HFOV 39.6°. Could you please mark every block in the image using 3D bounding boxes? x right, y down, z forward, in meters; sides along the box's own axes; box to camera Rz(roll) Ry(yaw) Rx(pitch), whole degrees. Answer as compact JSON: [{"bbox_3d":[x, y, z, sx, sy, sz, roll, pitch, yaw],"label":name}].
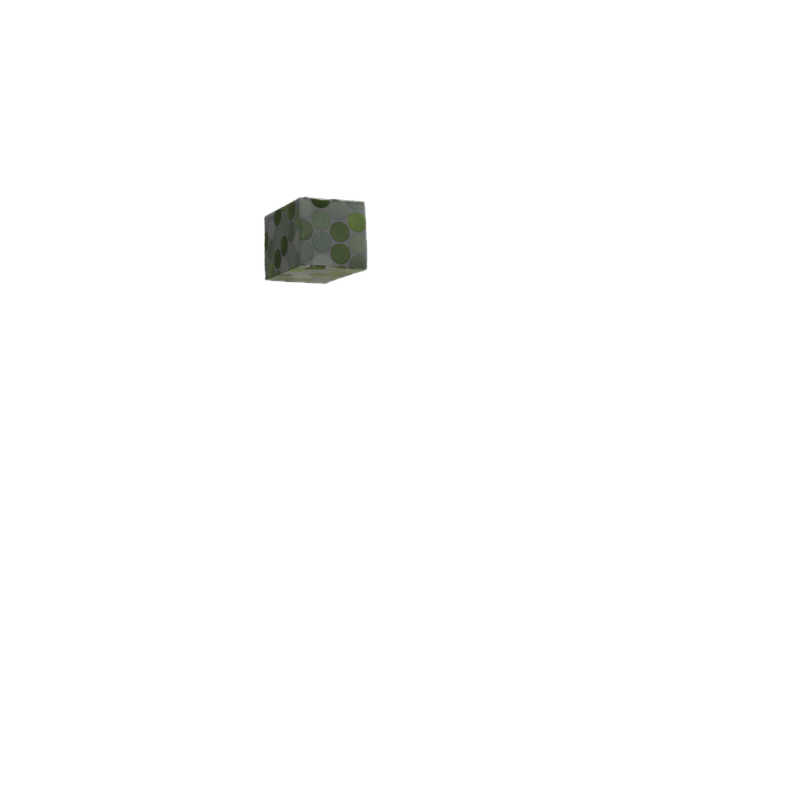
[{"bbox_3d":[-0.064,-0.117,0.817,0.051,0.052,0.079,3,-5,-26],"label":"block"}]
